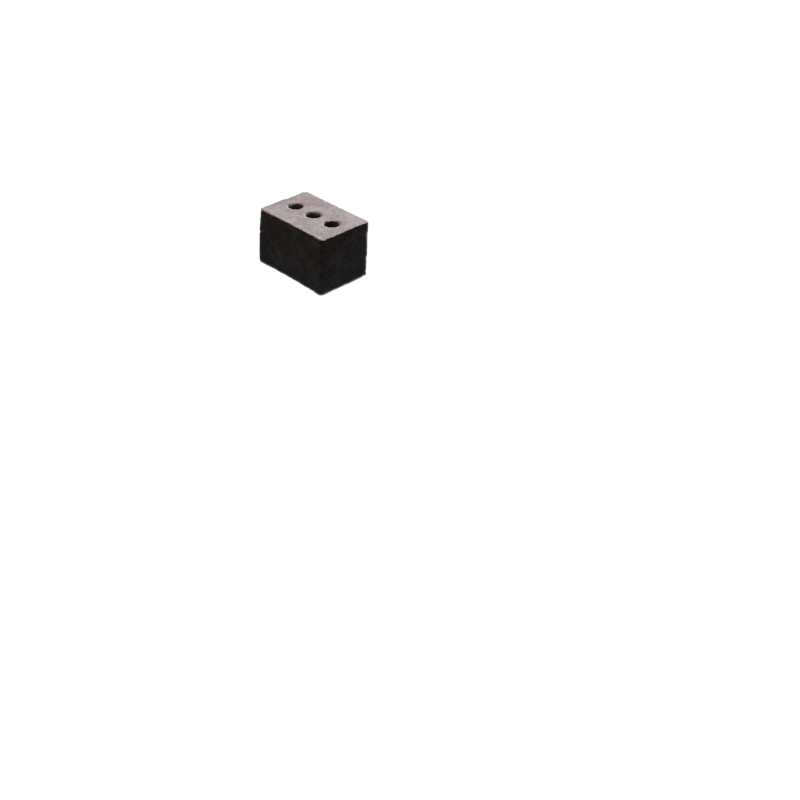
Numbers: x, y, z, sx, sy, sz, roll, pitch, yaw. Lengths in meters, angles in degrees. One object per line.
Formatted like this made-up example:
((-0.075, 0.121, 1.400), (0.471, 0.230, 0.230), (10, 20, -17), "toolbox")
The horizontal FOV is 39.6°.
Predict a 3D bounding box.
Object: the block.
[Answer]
((-0.071, -0.129, 0.902), (0.052, 0.048, 0.083), (-26, 42, -36), "block")
